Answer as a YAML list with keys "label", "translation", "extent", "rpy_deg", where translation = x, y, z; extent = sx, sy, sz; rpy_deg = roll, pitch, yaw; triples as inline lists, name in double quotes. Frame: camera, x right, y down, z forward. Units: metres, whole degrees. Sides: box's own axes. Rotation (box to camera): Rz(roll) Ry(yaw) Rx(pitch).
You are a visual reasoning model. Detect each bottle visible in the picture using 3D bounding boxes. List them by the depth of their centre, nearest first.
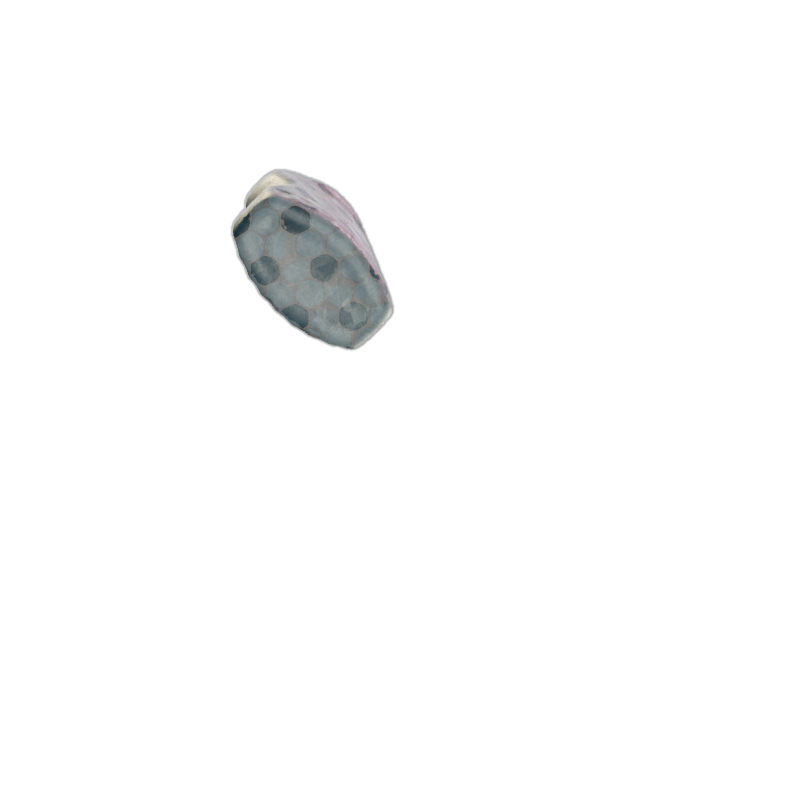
- label: "bottle"
  translation: [-0.053, -0.096, 0.673]
  extent: [0.093, 0.058, 0.199]
  rpy_deg: [41, 10, -14]
